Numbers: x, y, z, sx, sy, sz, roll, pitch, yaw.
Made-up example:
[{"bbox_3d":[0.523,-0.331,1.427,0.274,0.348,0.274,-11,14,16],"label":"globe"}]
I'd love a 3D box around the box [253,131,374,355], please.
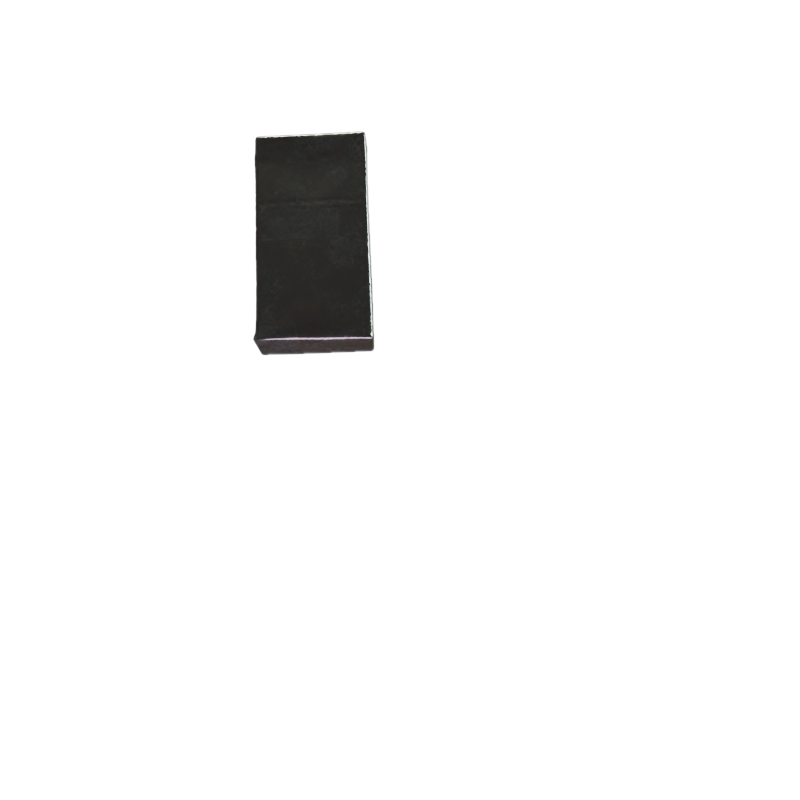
[{"bbox_3d":[-0.070,-0.127,0.892,0.094,0.185,0.045,-2,-21,3],"label":"box"}]
